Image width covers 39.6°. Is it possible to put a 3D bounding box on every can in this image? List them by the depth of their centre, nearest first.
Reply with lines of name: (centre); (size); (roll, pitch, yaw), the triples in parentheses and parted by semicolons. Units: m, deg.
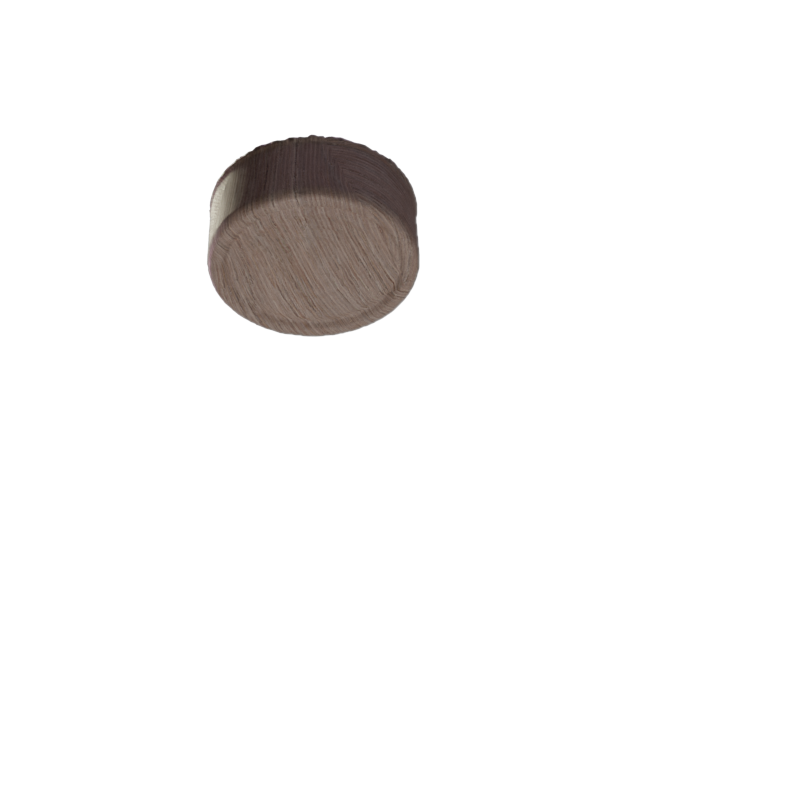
can: (-0.035, -0.064, 0.448); (0.086, 0.036, 0.080); (1, -39, -2)
